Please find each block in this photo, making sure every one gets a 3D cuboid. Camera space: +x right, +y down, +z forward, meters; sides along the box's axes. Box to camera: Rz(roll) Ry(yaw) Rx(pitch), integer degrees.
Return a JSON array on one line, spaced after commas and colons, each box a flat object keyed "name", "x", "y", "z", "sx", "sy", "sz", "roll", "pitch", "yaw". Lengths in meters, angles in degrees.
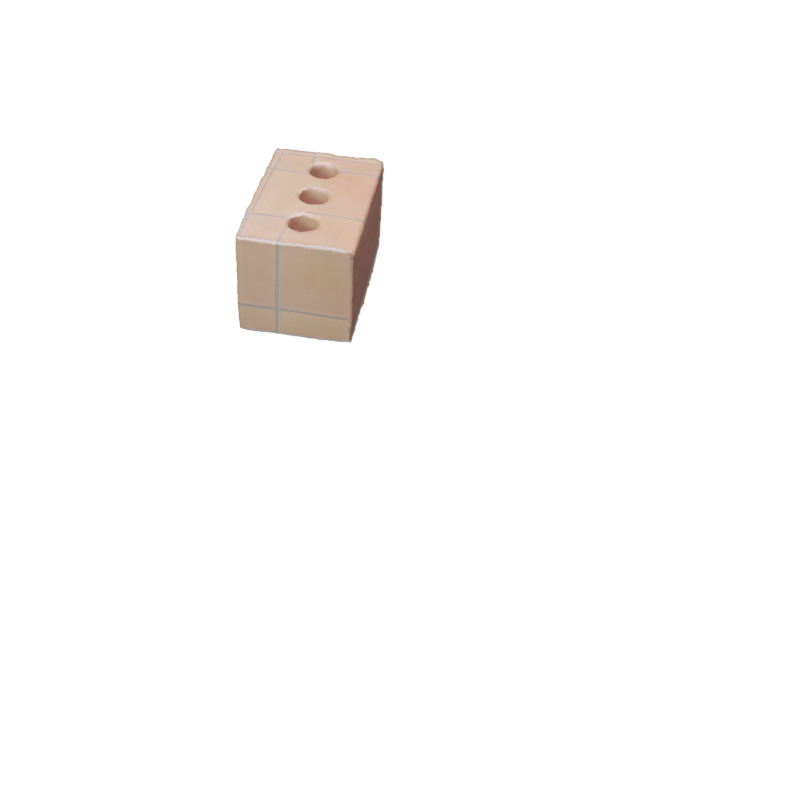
[{"name": "block", "x": -0.039, "y": -0.072, "z": 0.501, "sx": 0.053, "sy": 0.048, "sz": 0.082, "roll": 6, "pitch": 40, "yaw": 6}]
